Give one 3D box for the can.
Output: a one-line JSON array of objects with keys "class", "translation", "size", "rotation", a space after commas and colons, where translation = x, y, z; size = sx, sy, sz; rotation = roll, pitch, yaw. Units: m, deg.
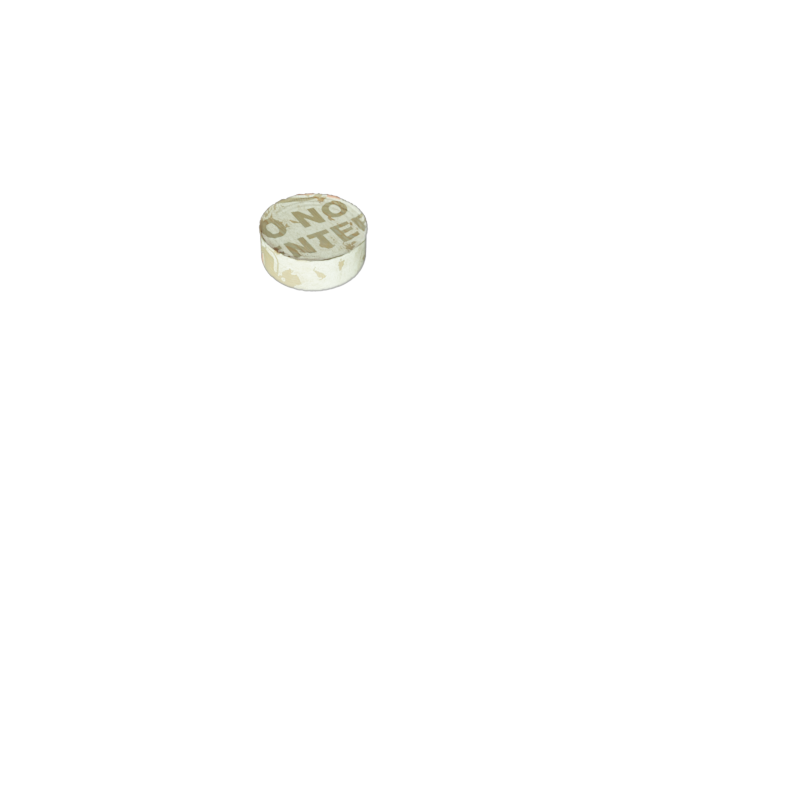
[{"class": "can", "translation": [-0.069, -0.126, 0.881], "size": [0.086, 0.031, 0.092], "rotation": [-1, 44, -1]}]
